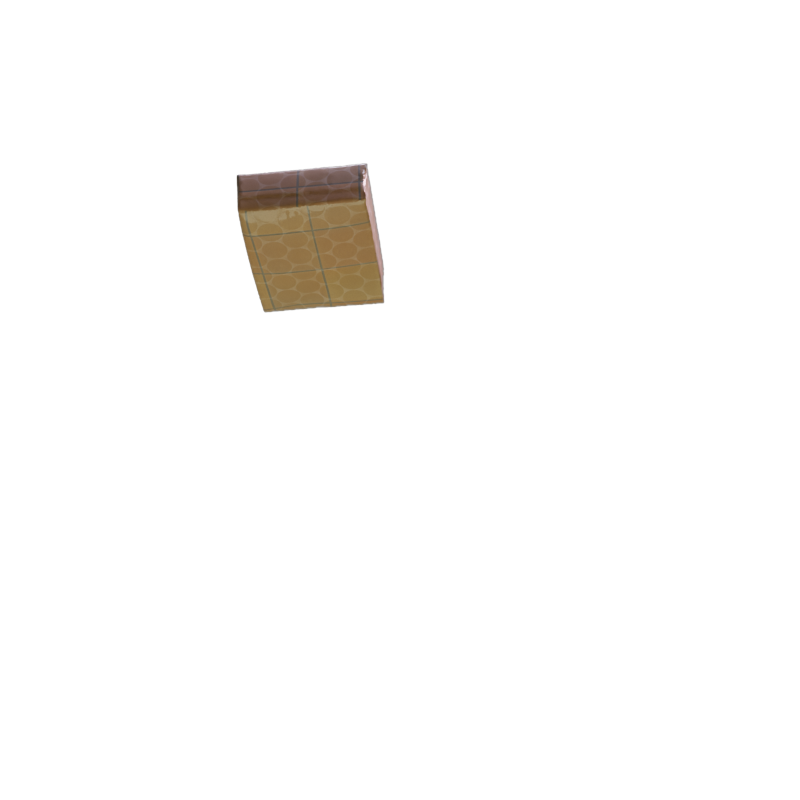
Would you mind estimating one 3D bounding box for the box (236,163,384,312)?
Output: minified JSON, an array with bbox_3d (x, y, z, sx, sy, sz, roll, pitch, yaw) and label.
[{"bbox_3d":[-0.060,-0.110,0.768,0.090,0.042,0.105,-4,-36,5],"label":"box"}]
